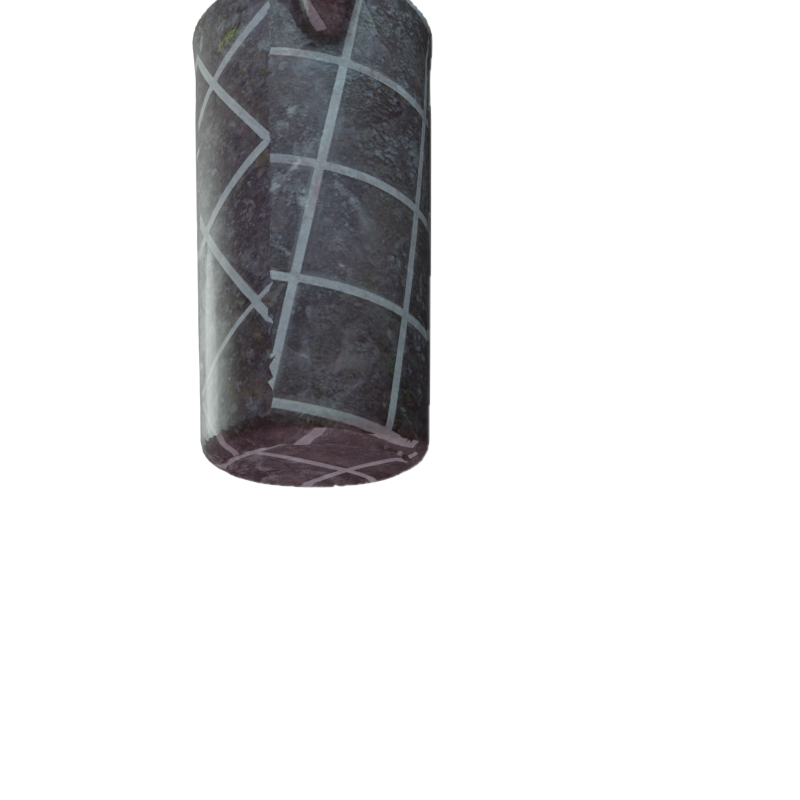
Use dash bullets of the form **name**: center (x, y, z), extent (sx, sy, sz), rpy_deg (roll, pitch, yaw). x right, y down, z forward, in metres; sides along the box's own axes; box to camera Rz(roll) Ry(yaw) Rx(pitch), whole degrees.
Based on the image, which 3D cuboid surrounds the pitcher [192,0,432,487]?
- **pitcher**: center (-0.045, -0.083, 0.579), extent (0.147, 0.256, 0.139), rpy_deg (-17, -27, 33)
